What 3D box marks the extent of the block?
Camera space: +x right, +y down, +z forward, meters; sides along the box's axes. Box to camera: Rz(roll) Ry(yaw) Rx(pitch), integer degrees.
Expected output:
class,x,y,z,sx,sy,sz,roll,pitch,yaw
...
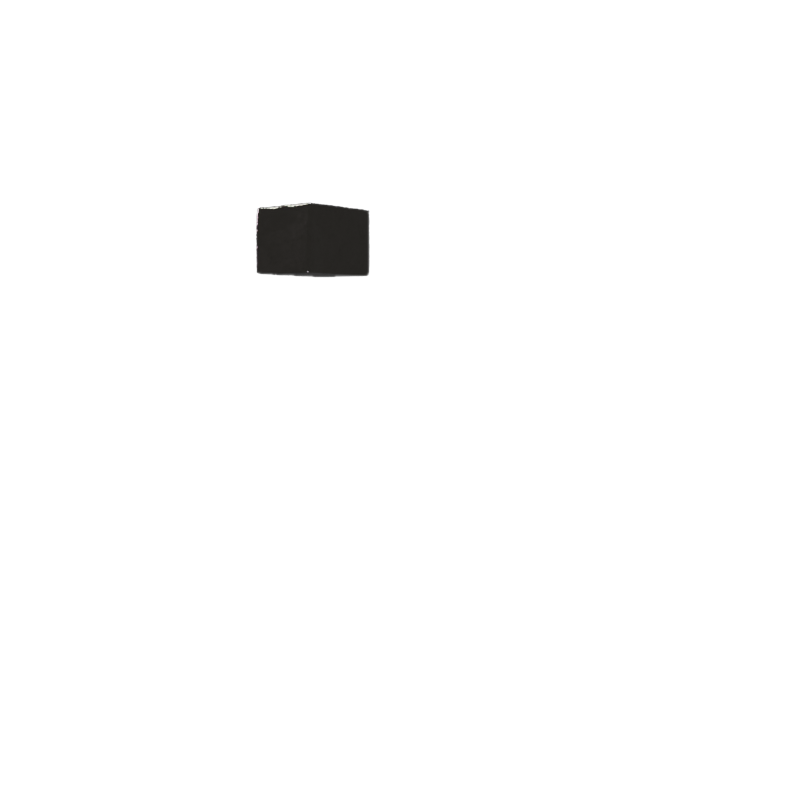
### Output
class,x,y,z,sx,sy,sz,roll,pitch,yaw
block,-0.066,-0.121,0.844,0.055,0.051,0.075,0,2,35
